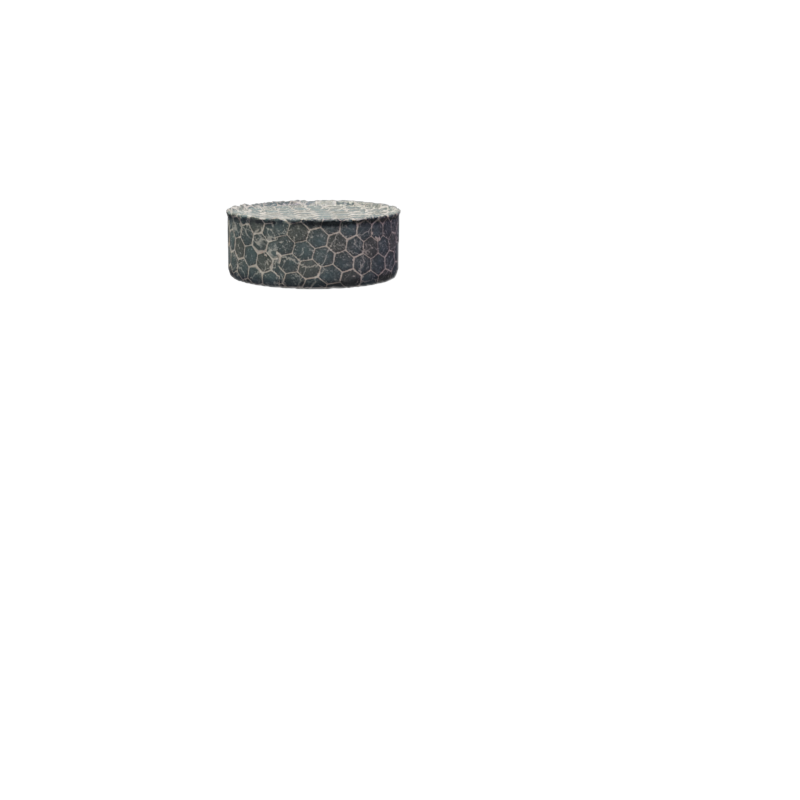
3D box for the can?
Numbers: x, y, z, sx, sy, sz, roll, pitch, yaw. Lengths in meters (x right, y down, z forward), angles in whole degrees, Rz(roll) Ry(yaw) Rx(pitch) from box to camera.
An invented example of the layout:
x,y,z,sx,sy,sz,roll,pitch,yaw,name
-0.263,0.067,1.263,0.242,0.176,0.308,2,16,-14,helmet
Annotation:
x,y,z,sx,sy,sz,roll,pitch,yaw,name
-0.043,-0.078,0.547,0.086,0.033,0.088,0,15,-2,can
